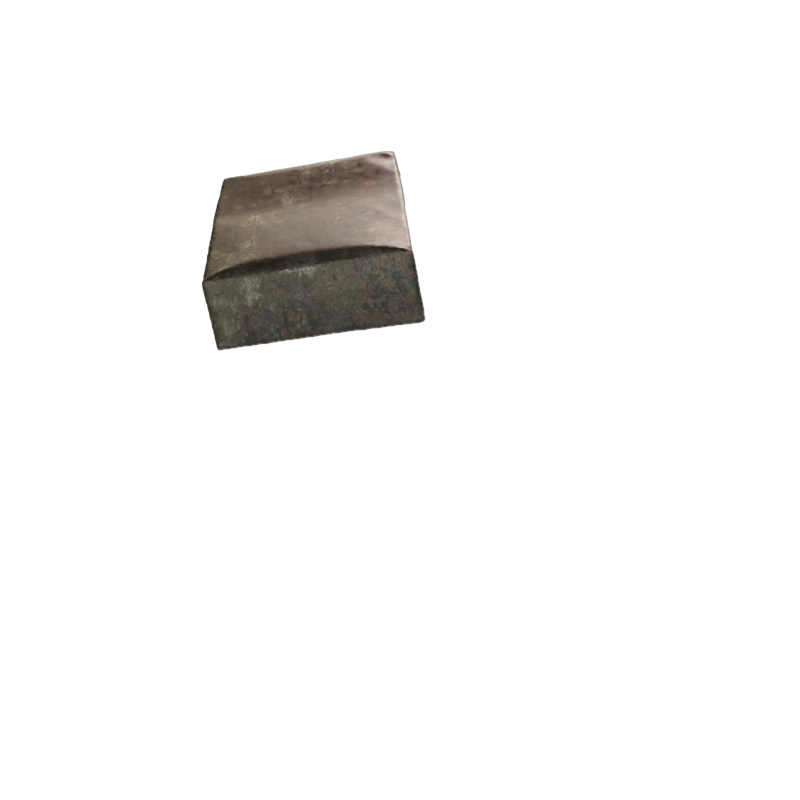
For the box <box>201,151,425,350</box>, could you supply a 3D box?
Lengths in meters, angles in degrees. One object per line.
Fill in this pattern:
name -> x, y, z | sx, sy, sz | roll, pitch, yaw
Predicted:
box -> -0.073, -0.133, 0.929 | 0.164, 0.067, 0.227 | -9, 32, 2
